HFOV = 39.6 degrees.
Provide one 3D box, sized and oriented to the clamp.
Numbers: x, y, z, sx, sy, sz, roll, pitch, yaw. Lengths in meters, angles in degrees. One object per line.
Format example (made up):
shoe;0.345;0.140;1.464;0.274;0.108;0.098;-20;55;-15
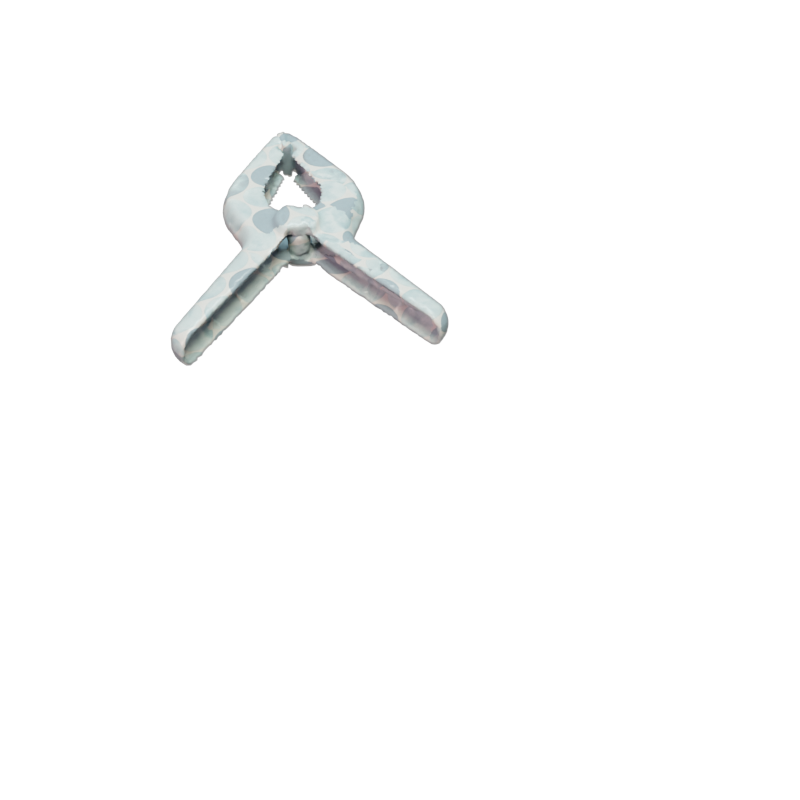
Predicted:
clamp;-0.057;-0.103;0.723;0.164;0.034;0.225;-1;45;-1
